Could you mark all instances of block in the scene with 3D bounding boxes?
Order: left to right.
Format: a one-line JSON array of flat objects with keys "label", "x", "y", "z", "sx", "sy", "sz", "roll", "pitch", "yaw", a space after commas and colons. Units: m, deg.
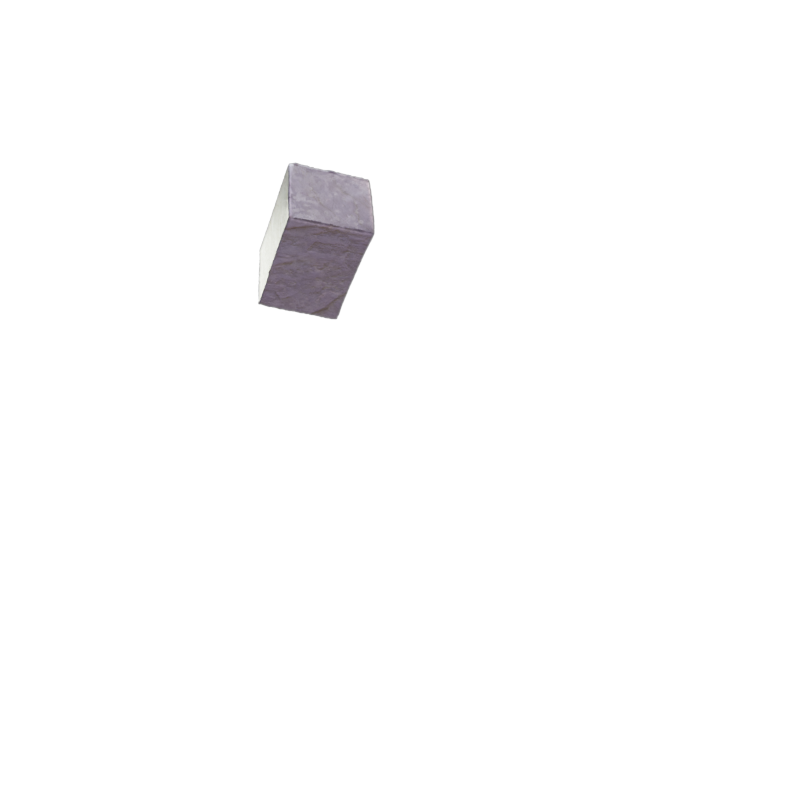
[{"label": "block", "x": -0.053, "y": -0.096, "z": 0.672, "sx": 0.051, "sy": 0.055, "sz": 0.074, "roll": 12, "pitch": -44, "yaw": -15}]
